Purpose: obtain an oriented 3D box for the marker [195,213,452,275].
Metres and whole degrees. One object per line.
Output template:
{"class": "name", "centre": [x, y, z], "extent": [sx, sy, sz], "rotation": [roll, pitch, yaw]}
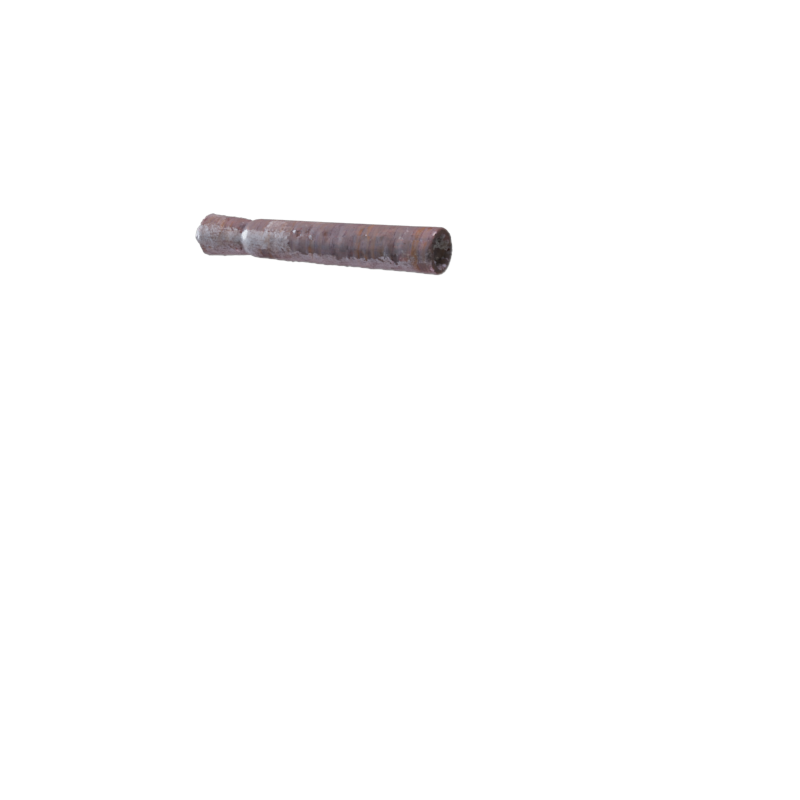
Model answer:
{"class": "marker", "centre": [-0.036, -0.066, 0.463], "extent": [0.126, 0.020, 0.019], "rotation": [9, 8, 32]}
